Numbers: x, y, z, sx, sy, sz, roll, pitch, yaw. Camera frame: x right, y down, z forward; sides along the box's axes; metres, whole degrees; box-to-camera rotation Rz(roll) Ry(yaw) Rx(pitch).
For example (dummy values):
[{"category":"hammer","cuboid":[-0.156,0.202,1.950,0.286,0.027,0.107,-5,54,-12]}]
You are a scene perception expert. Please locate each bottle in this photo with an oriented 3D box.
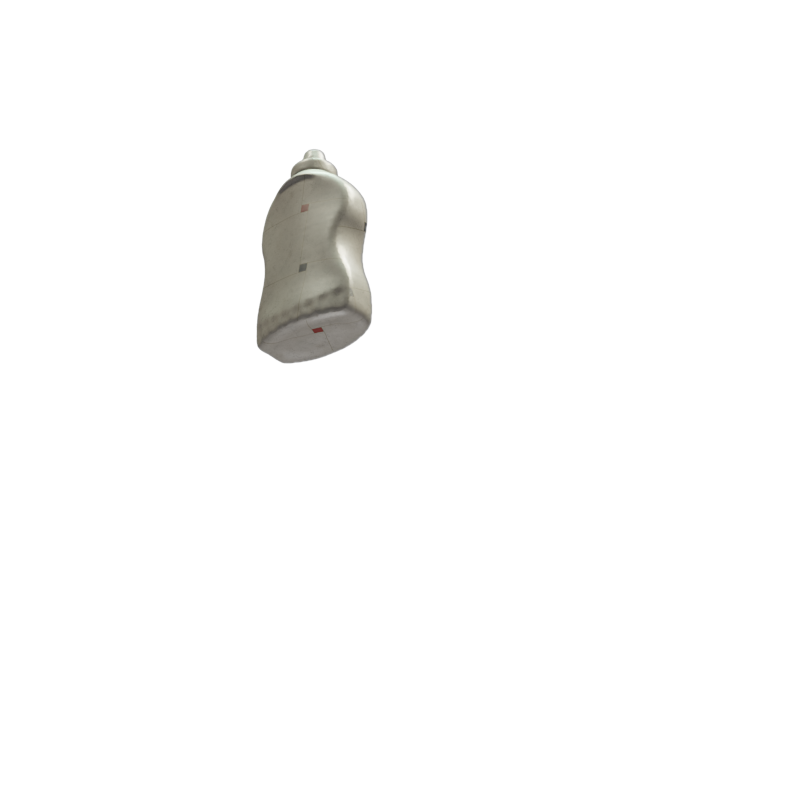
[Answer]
[{"category":"bottle","cuboid":[-0.071,-0.130,0.914,0.096,0.205,0.054,-25,-40,30]}]
